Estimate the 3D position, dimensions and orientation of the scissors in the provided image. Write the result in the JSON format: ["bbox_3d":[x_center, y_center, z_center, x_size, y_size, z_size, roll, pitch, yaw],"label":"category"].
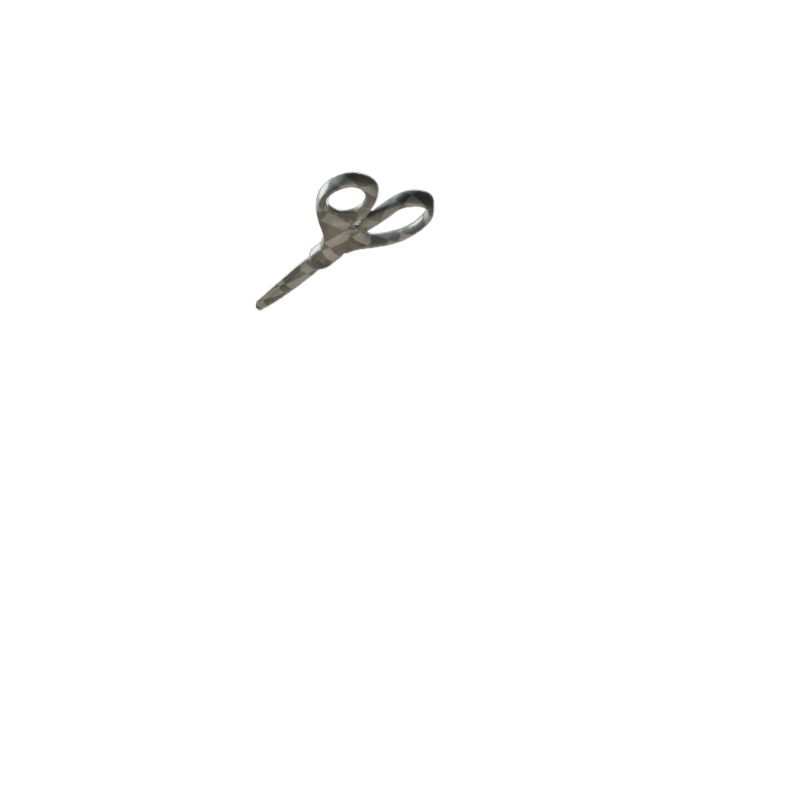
[{"bbox_3d":[-0.067,-0.123,0.859,0.203,0.017,0.089,-20,-35,32],"label":"scissors"}]
